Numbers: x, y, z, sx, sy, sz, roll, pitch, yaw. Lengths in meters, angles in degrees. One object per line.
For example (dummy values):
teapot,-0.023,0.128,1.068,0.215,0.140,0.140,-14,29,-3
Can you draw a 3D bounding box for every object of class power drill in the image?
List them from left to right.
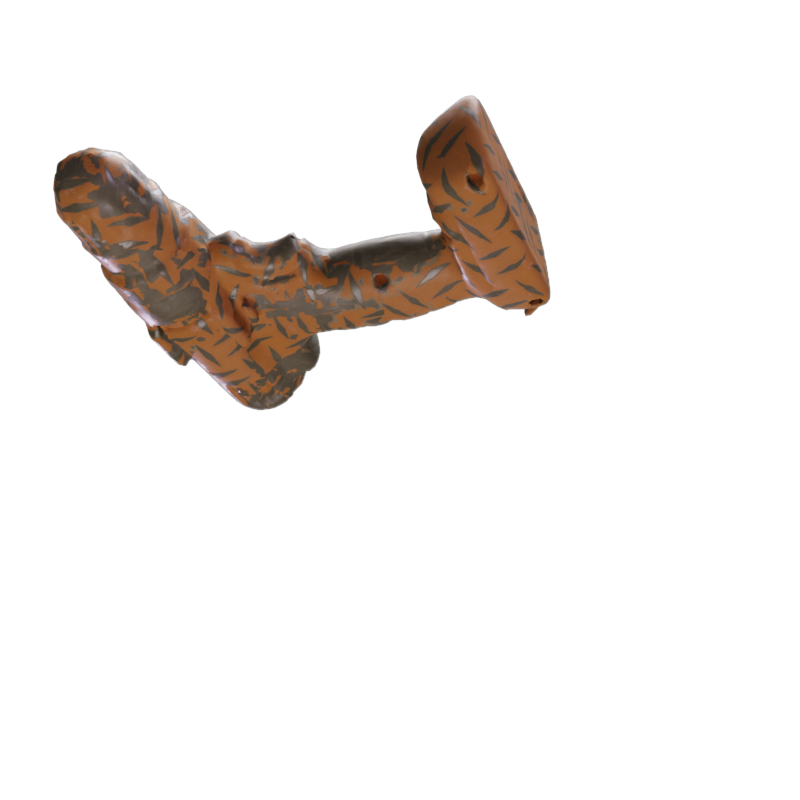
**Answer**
power drill,-0.040,-0.072,0.506,0.190,0.061,0.170,-14,-36,20
